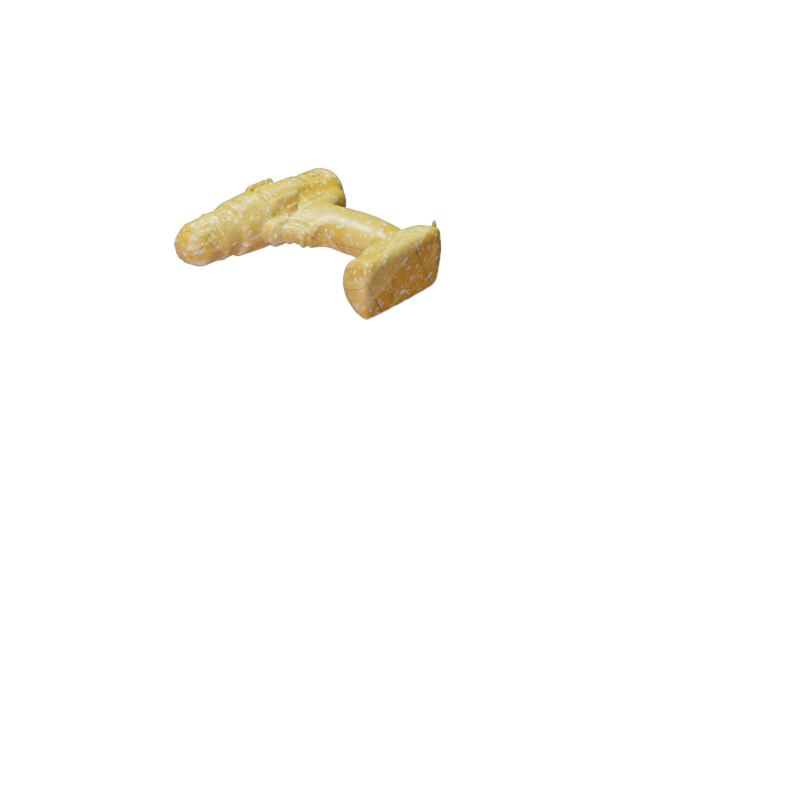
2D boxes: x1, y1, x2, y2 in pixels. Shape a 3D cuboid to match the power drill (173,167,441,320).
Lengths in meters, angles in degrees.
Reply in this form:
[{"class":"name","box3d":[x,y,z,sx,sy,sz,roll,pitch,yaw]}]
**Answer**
[{"class":"power drill","box3d":[-0.074,-0.136,0.951,0.200,0.054,0.184,29,45,34]}]
